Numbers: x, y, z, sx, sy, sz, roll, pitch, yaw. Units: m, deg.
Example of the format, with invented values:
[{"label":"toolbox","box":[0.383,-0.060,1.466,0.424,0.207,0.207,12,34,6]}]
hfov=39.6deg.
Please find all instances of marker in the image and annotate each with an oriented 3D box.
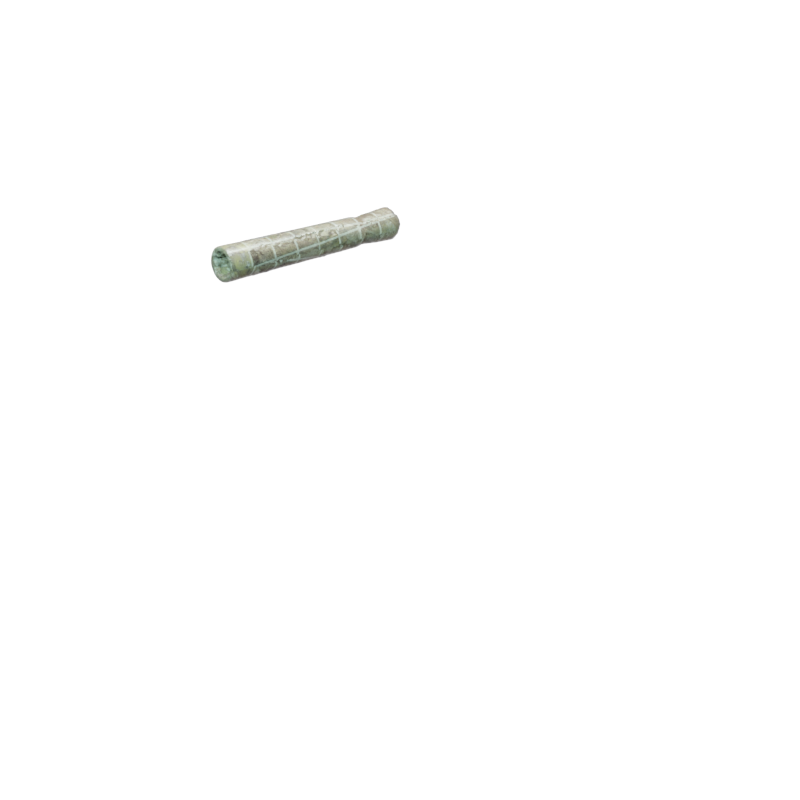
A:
[{"label":"marker","box":[-0.047,-0.085,0.594,0.119,0.019,0.021,-21,16,-38]}]
